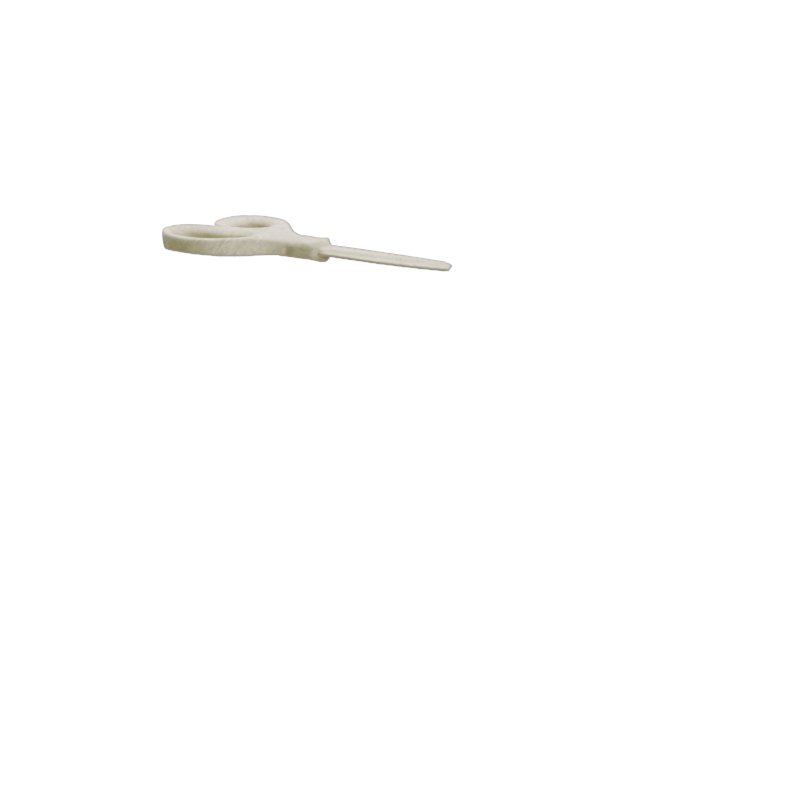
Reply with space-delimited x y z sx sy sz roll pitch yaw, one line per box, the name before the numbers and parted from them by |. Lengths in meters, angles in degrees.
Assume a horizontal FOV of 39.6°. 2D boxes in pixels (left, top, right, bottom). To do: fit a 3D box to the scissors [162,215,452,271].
scissors | -0.057 -0.104 0.730 0.207 0.015 0.097 6 21 16
